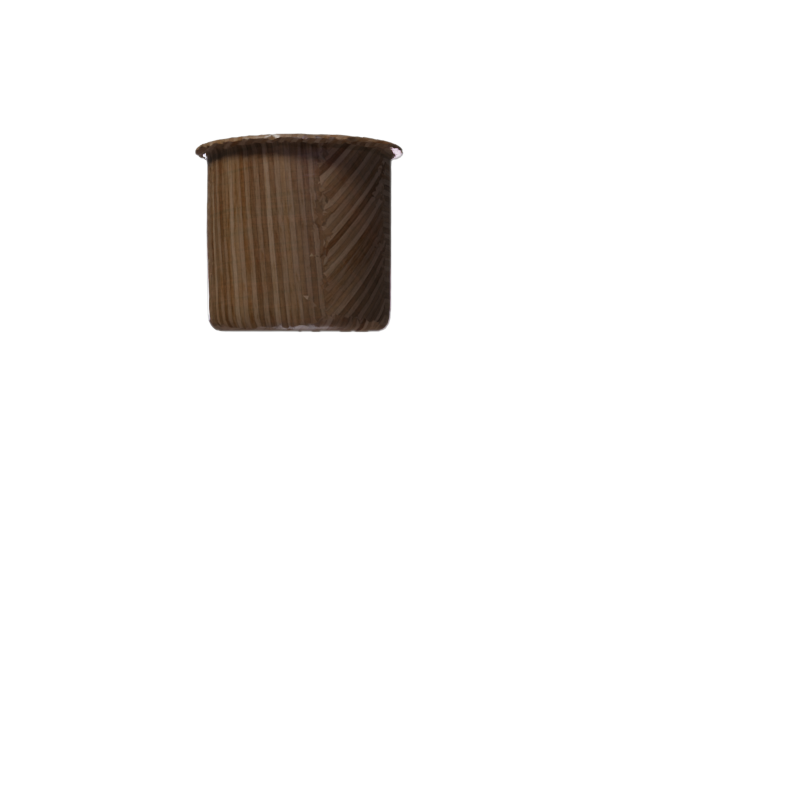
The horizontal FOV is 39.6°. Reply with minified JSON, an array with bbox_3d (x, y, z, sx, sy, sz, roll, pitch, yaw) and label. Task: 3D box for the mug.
[{"bbox_3d":[-0.040,-0.072,0.505,0.096,0.082,0.113,0,1,29],"label":"mug"}]
